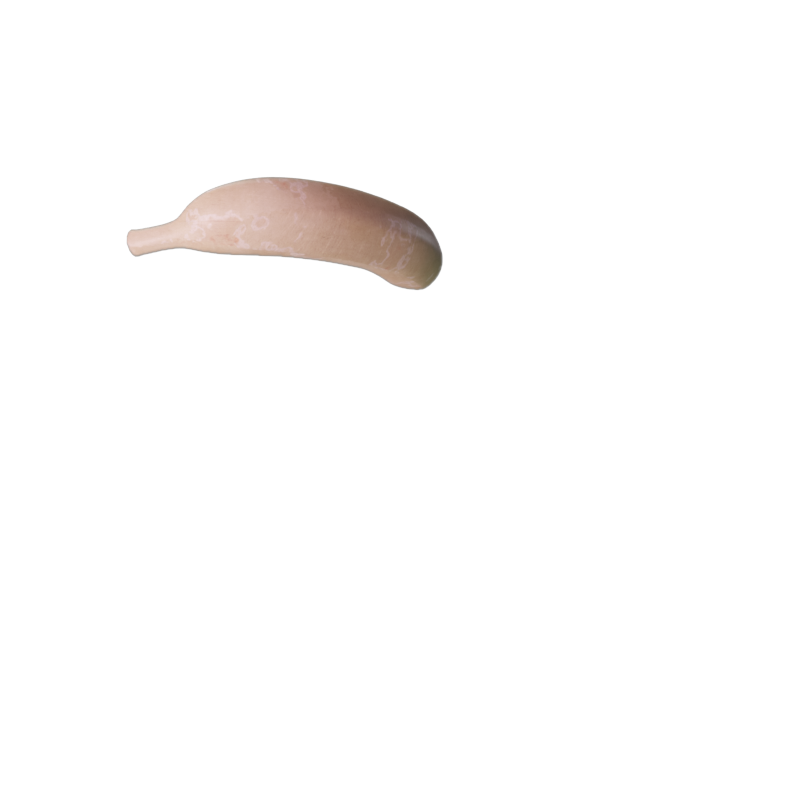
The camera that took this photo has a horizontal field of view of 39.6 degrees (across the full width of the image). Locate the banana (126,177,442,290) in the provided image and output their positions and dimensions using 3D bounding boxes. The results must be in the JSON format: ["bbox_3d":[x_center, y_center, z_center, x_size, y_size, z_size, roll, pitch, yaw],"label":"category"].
[{"bbox_3d":[-0.032,-0.079,0.534,0.072,0.037,0.188,-5,-6,44],"label":"banana"}]
